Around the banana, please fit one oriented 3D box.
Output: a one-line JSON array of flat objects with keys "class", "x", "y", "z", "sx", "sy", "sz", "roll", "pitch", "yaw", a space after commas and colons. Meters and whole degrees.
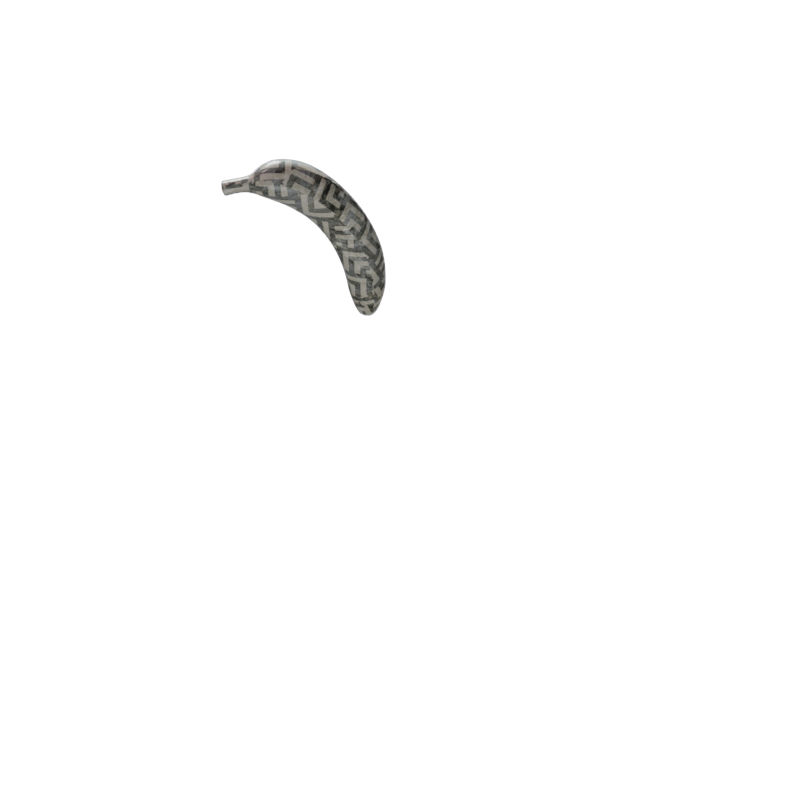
[{"class": "banana", "x": -0.060, "y": -0.142, "z": 0.920, "sx": 0.069, "sy": 0.039, "sz": 0.184, "roll": -28, "pitch": -50, "yaw": 26}]
